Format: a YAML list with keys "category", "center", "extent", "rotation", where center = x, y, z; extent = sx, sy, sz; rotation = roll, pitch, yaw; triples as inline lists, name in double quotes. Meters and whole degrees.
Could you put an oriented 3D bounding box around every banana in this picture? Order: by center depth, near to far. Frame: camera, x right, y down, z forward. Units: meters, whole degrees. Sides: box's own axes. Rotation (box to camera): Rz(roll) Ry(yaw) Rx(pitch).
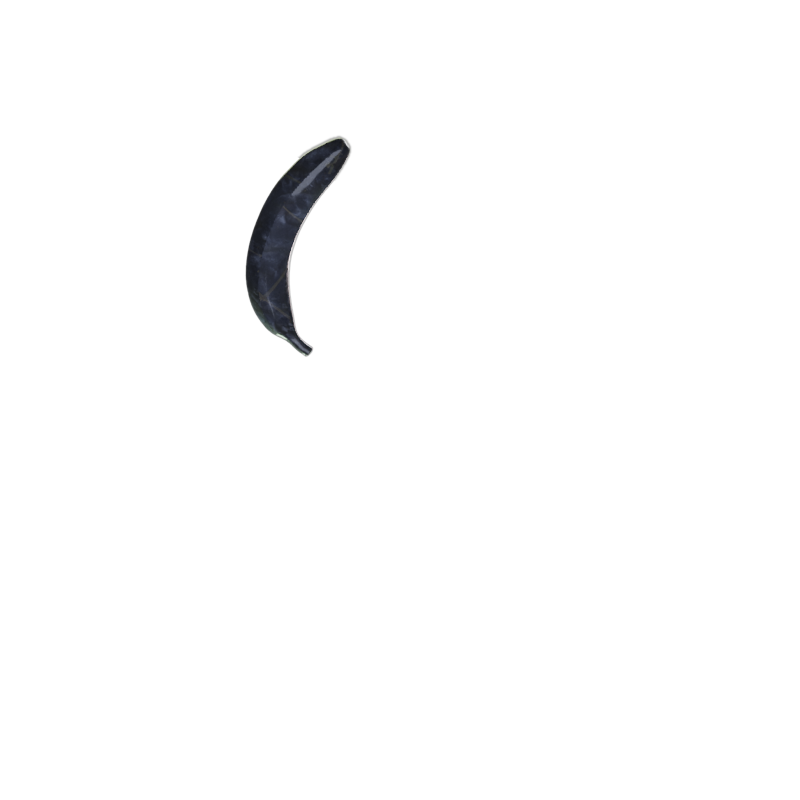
- category: "banana"
  center: [-0.092, -0.132, 0.932]
  extent: [0.069, 0.189, 0.039]
  rotation: [10, 25, -6]
